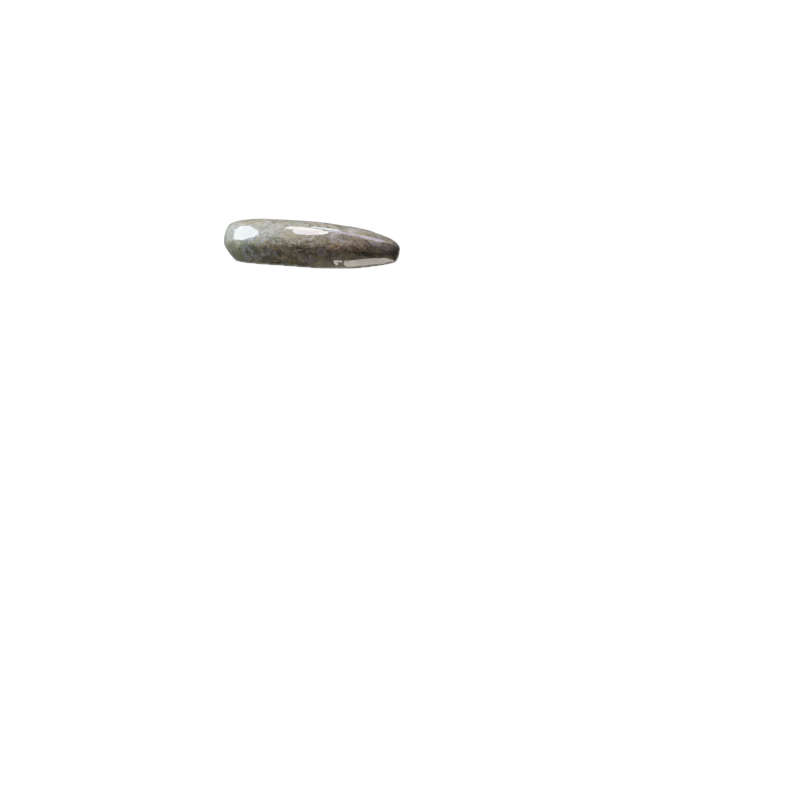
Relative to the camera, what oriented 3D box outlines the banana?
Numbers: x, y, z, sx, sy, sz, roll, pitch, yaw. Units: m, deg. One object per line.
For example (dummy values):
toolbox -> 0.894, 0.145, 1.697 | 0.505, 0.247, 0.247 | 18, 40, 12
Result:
banana -> -0.086, -0.125, 0.880 | 0.067, 0.036, 0.207 | -7, 12, -37
